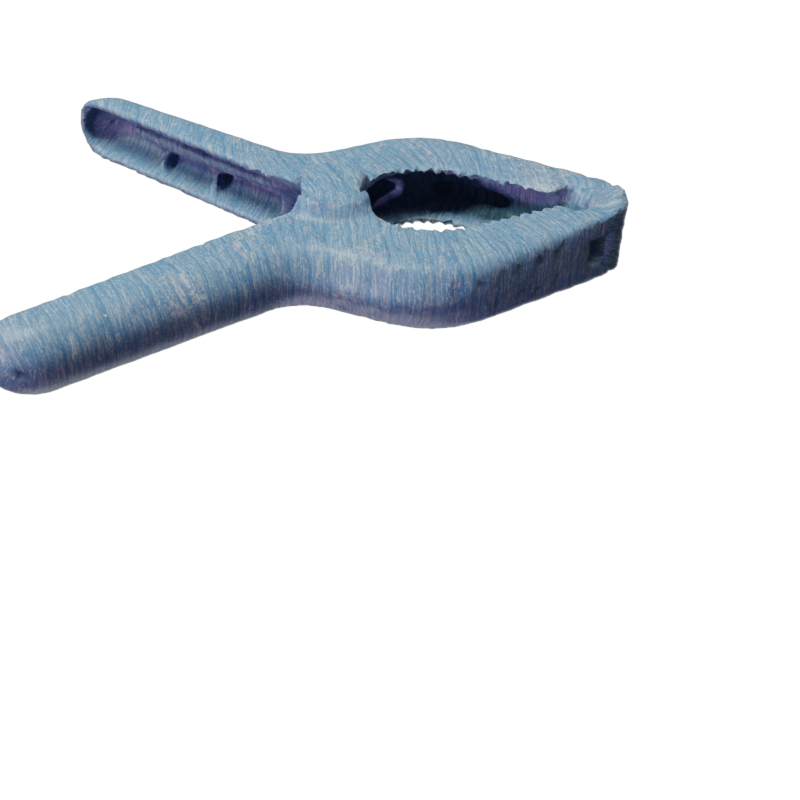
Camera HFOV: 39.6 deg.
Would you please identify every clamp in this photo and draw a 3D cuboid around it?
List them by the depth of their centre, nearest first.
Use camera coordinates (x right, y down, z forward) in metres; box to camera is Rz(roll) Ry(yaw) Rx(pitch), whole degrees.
[{"bbox_3d":[-0.029,-0.054,0.377,0.212,0.034,0.175,4,40,5],"label":"clamp"}]
